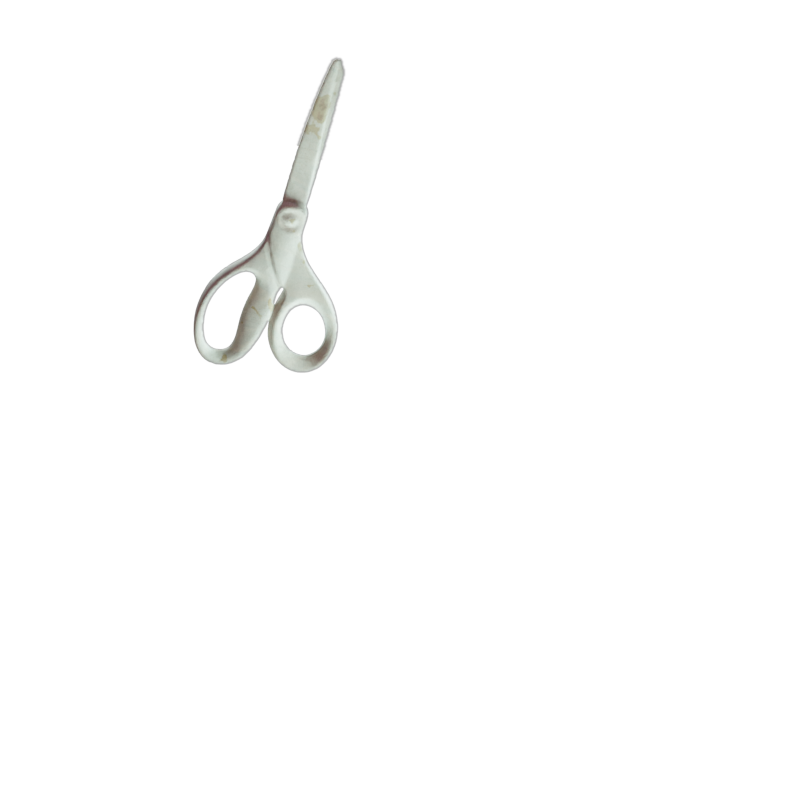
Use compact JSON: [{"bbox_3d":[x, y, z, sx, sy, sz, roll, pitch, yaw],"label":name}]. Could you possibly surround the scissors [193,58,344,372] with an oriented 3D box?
[{"bbox_3d":[-0.051,-0.093,0.654,0.093,0.197,0.017,31,22,-14],"label":"scissors"}]
